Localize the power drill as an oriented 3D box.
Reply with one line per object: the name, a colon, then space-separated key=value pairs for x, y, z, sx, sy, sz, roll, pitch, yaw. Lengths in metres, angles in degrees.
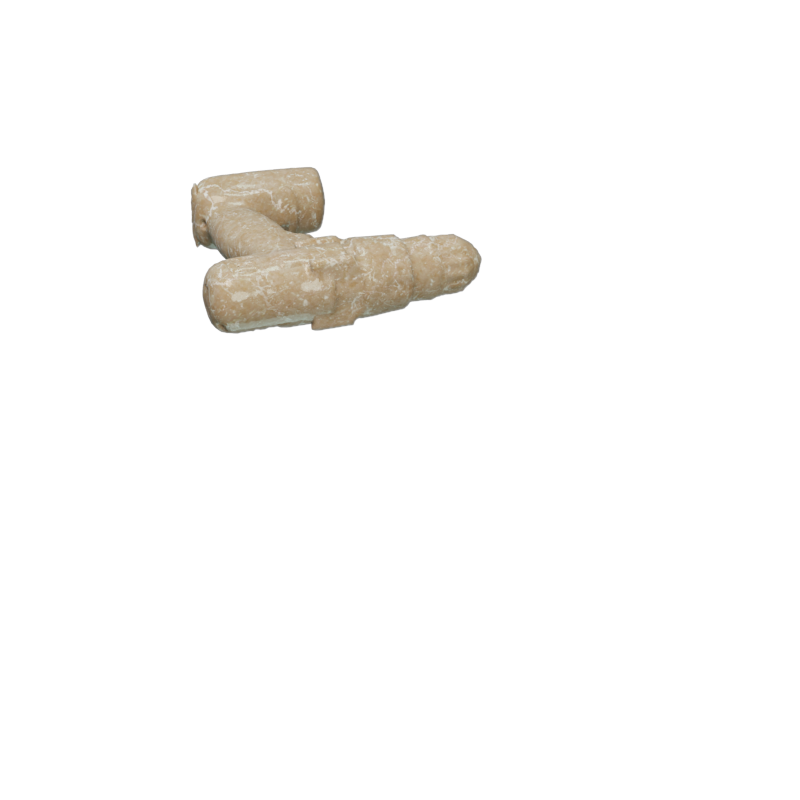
power drill: x=-0.060 y=-0.110 z=0.770 sx=0.181 sy=0.054 sz=0.201 roll=-9 pitch=28 yaw=-18
